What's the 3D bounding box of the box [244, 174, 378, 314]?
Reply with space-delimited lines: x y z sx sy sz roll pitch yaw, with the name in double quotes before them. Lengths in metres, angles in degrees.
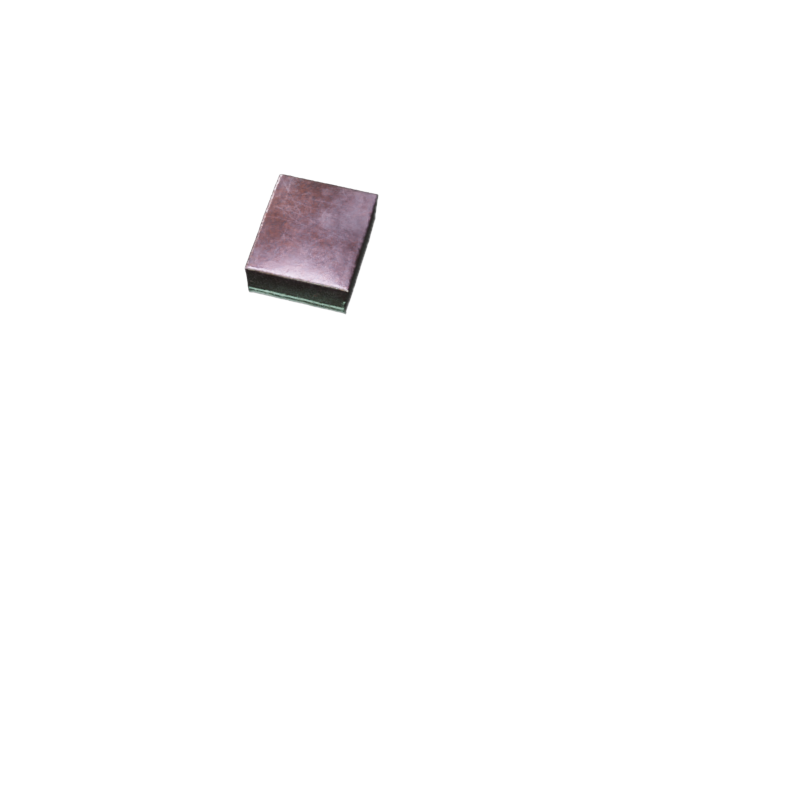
"box" -0.074 -0.135 0.946 0.091 0.120 0.036 11 -33 7
